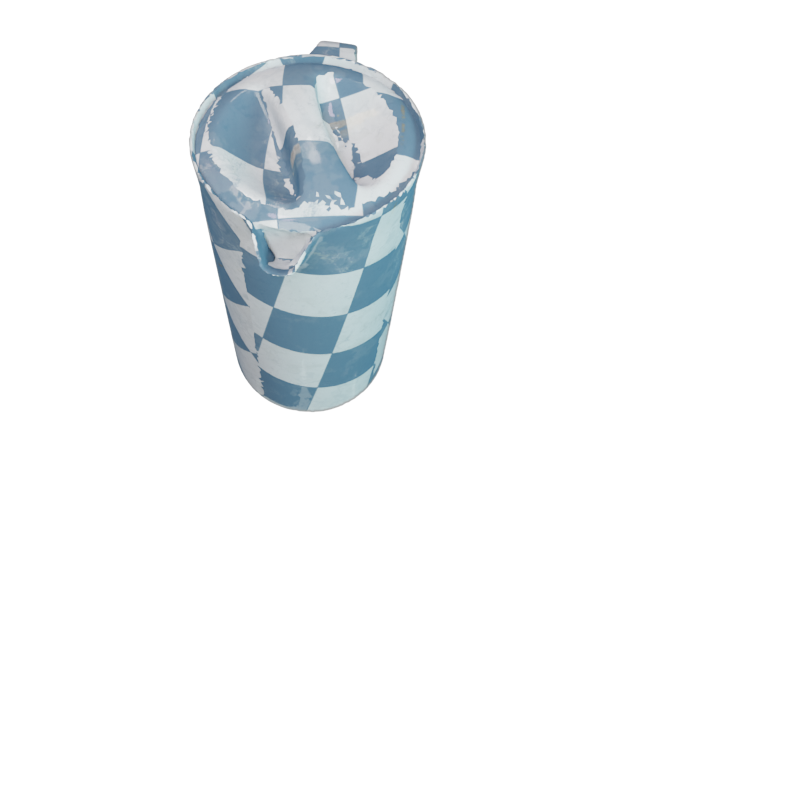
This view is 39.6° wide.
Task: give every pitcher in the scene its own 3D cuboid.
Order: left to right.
[{"bbox_3d":[-0.056,-0.103,0.721,0.149,0.154,0.228,-31,-25,-20],"label":"pitcher"}]
